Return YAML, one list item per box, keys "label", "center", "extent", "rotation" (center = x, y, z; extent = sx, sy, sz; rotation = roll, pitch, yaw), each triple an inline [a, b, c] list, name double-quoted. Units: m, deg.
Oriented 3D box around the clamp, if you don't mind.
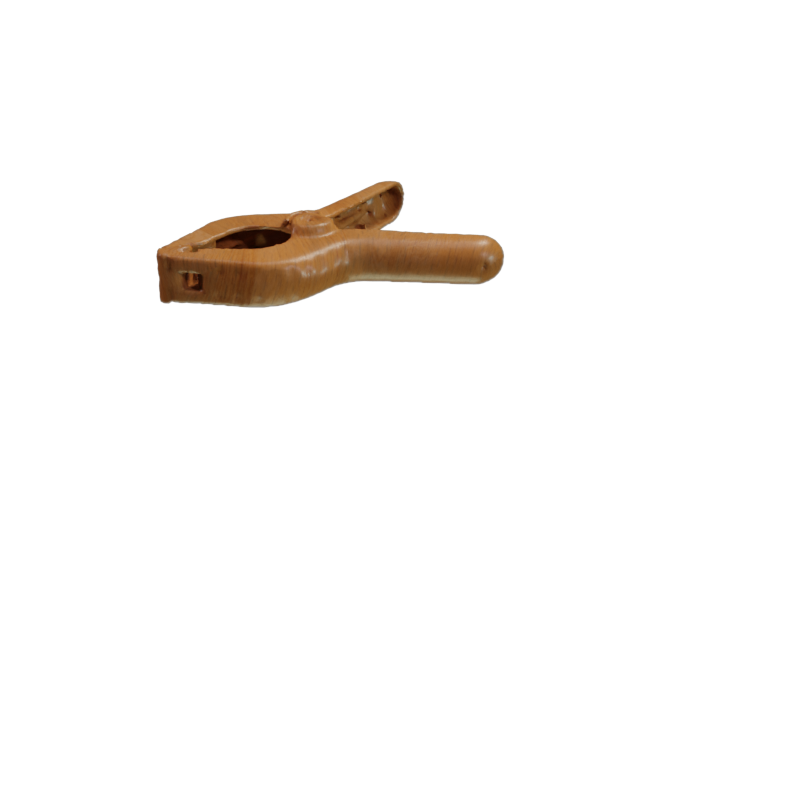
- label: "clamp"
  center: [-0.046, -0.083, 0.584]
  extent: [0.168, 0.038, 0.127]
  rotation: [-6, 23, -16]
